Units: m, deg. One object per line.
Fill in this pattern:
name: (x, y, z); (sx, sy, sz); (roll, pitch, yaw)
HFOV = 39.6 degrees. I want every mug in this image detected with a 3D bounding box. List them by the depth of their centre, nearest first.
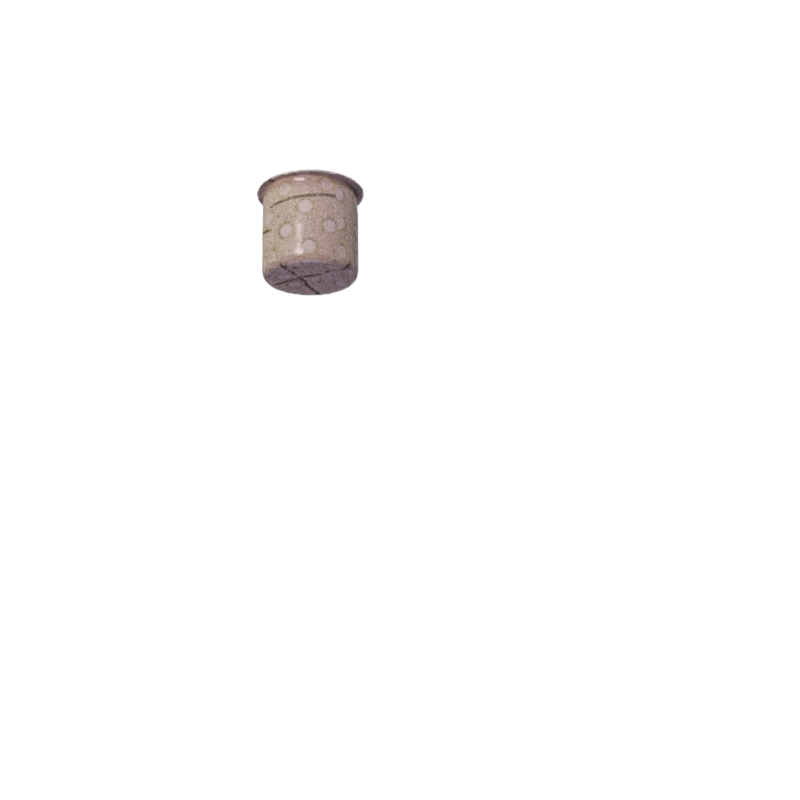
mug: (-0.075, -0.137, 0.960); (0.094, 0.086, 0.110); (-4, -20, 9)
